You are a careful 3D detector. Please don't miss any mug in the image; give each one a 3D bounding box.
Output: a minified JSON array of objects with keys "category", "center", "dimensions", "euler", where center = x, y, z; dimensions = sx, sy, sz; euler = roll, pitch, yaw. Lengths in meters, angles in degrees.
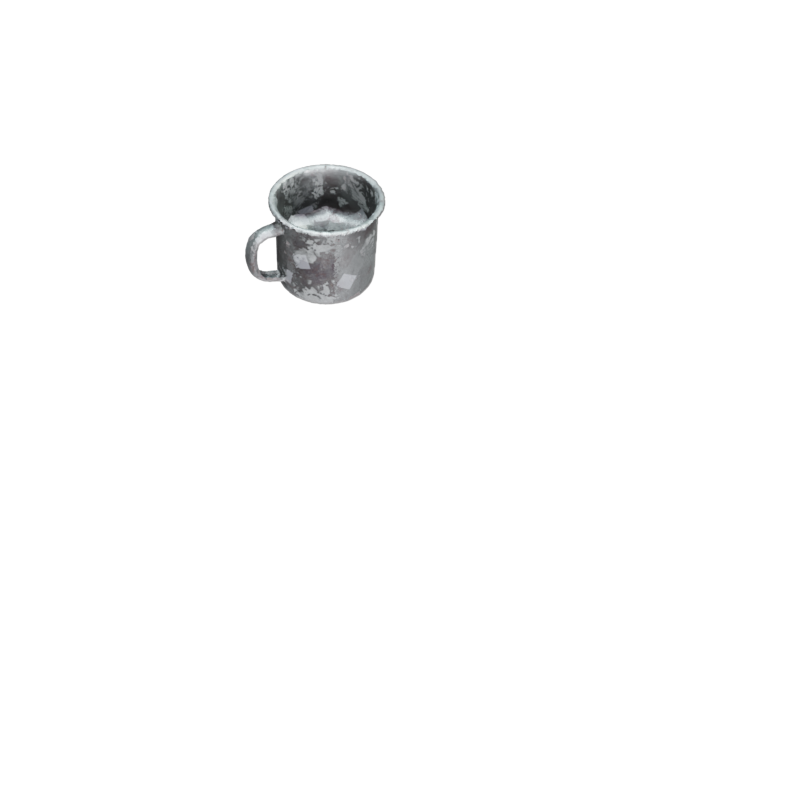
[{"category":"mug","center":[-0.070,-0.128,0.897],"dimensions":[0.116,0.076,0.101],"euler":[-22,48,-22]}]
